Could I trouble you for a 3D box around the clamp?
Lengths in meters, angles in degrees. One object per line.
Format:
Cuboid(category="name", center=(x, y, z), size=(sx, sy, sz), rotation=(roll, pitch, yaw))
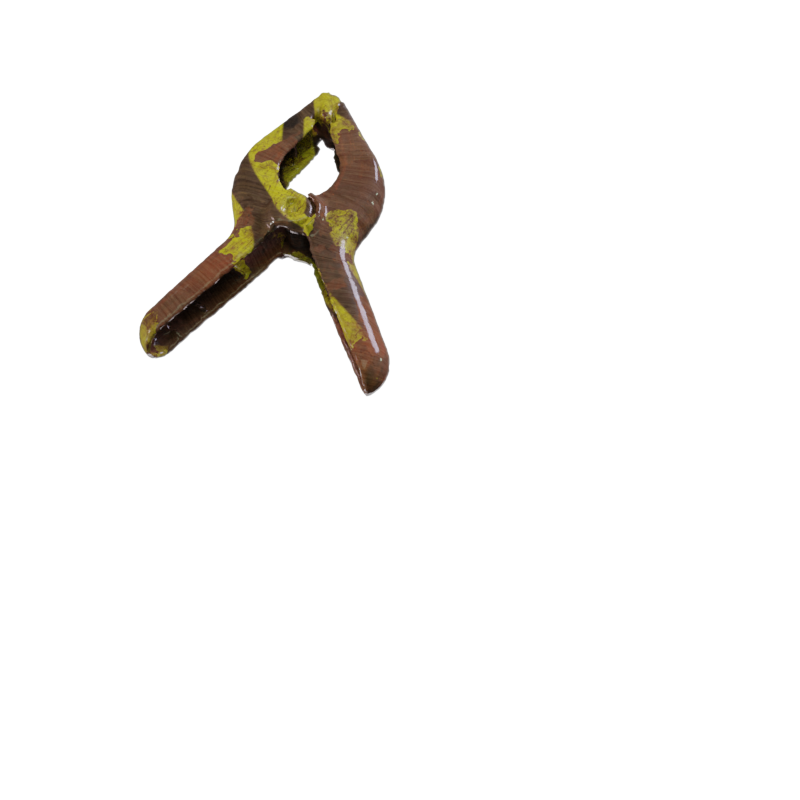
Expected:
Cuboid(category="clamp", center=(-0.044, -0.079, 0.556), size=(0.122, 0.178, 0.037), rotation=(18, -27, 9))
